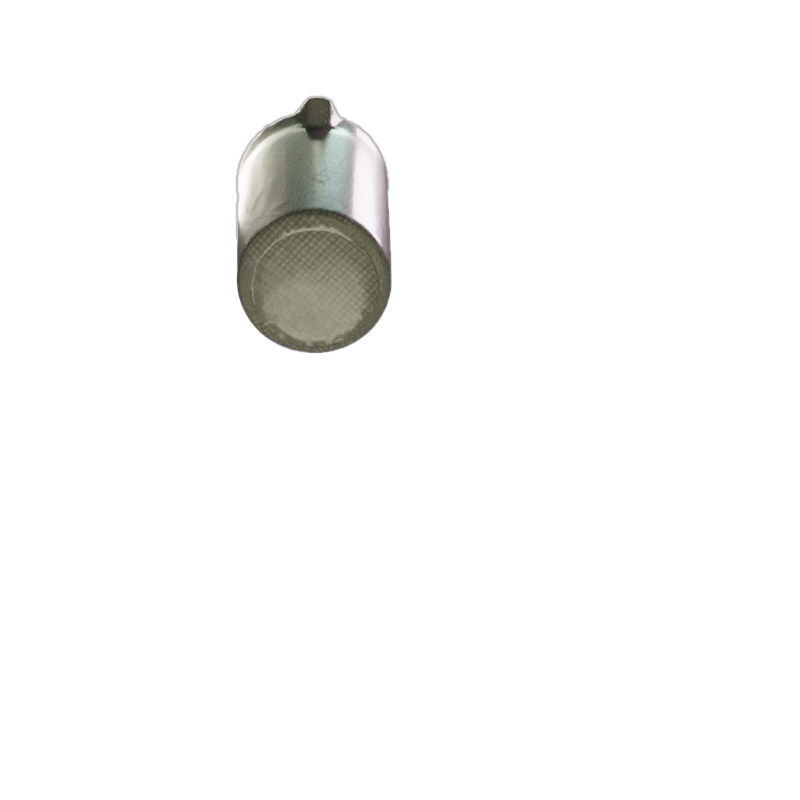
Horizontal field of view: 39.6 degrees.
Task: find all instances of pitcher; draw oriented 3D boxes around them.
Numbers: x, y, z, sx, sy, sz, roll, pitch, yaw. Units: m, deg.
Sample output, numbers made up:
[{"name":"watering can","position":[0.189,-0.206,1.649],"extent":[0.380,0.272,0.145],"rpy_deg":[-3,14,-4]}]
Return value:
[{"name":"pitcher","position":[-0.069,-0.125,0.875],"extent":[0.144,0.142,0.256],"rpy_deg":[-37,23,14]}]
